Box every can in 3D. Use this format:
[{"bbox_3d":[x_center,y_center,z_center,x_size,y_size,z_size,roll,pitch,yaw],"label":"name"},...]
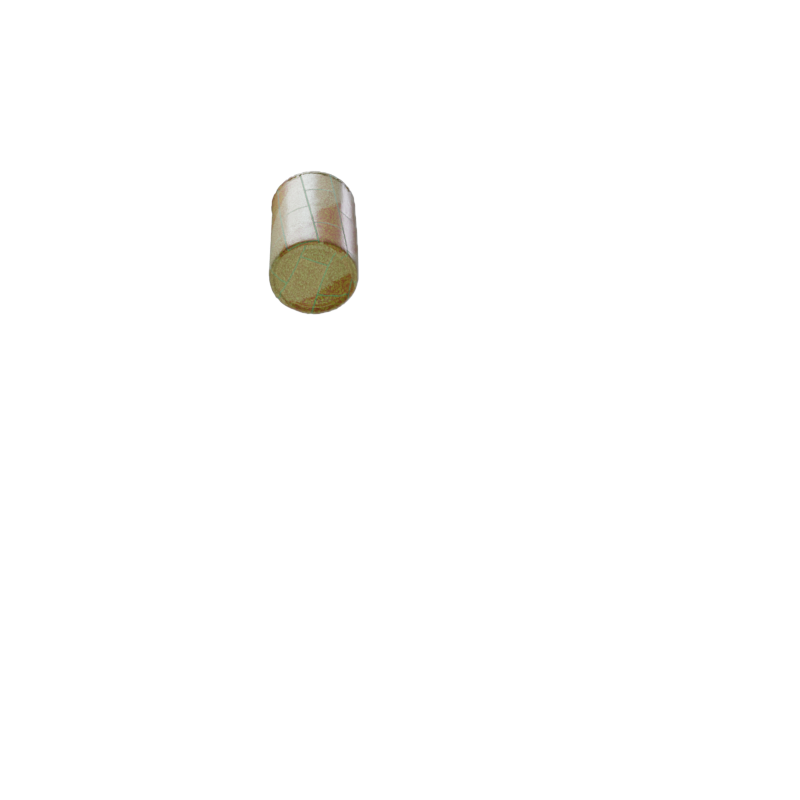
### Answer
[{"bbox_3d":[-0.067,-0.122,0.852,0.068,0.064,0.109,-1,38,-3],"label":"can"}]
